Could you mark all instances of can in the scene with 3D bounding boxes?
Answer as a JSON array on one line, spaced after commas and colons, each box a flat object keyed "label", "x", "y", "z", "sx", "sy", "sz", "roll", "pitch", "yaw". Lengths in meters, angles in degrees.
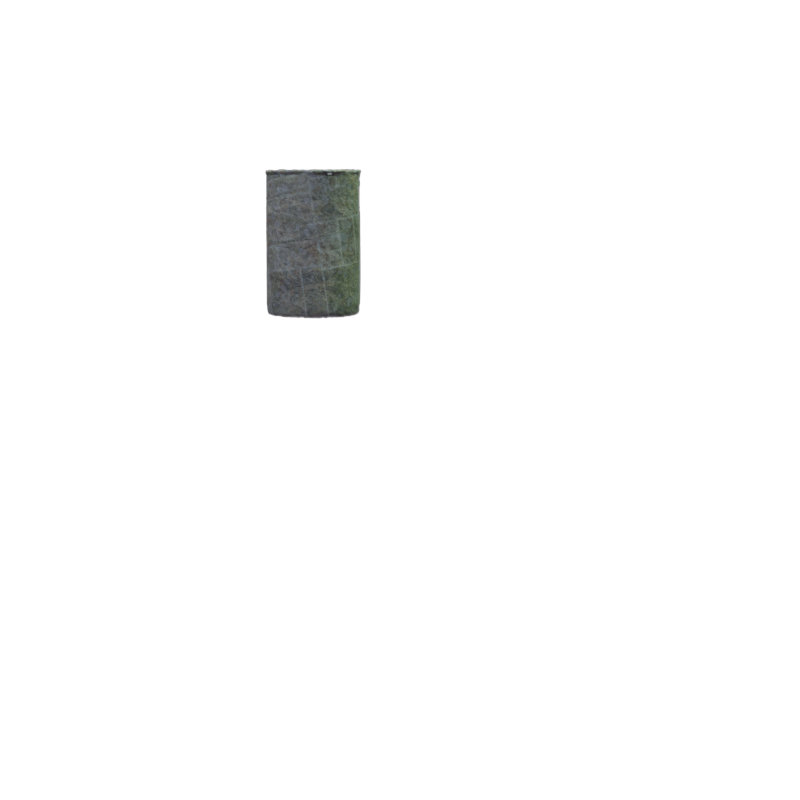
[{"label": "can", "x": -0.062, "y": -0.112, "z": 0.787, "sx": 0.068, "sy": 0.101, "sz": 0.069, "roll": 0, "pitch": 5, "yaw": -2}]
